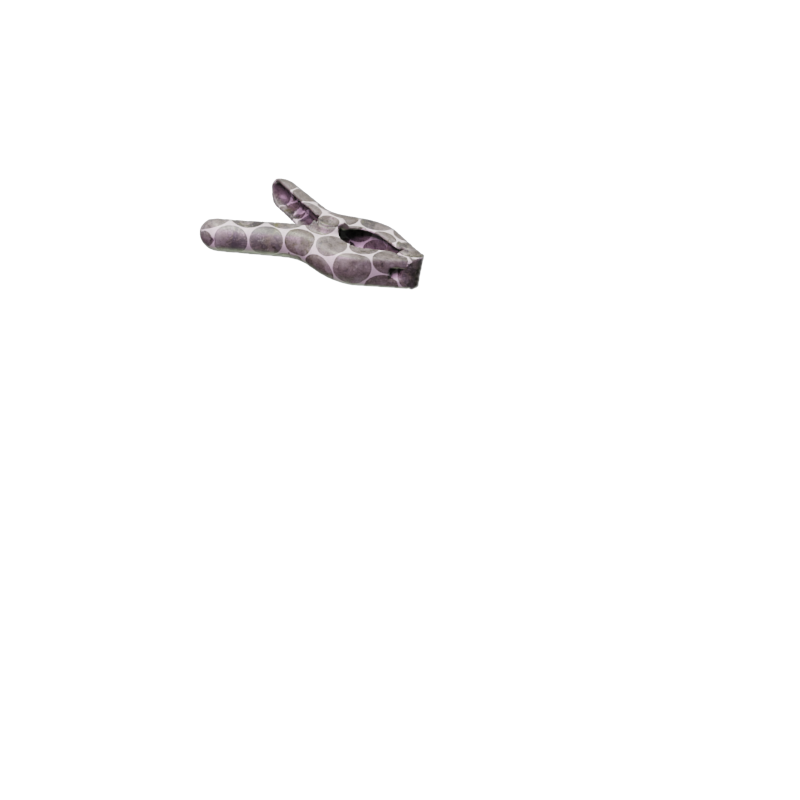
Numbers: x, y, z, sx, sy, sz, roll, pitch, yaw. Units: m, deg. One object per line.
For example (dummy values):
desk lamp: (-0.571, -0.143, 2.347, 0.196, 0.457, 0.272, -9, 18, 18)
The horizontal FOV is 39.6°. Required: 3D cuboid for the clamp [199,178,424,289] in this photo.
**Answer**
clamp: (-0.068, -0.124, 0.868, 0.181, 0.037, 0.121, 25, 43, 29)
